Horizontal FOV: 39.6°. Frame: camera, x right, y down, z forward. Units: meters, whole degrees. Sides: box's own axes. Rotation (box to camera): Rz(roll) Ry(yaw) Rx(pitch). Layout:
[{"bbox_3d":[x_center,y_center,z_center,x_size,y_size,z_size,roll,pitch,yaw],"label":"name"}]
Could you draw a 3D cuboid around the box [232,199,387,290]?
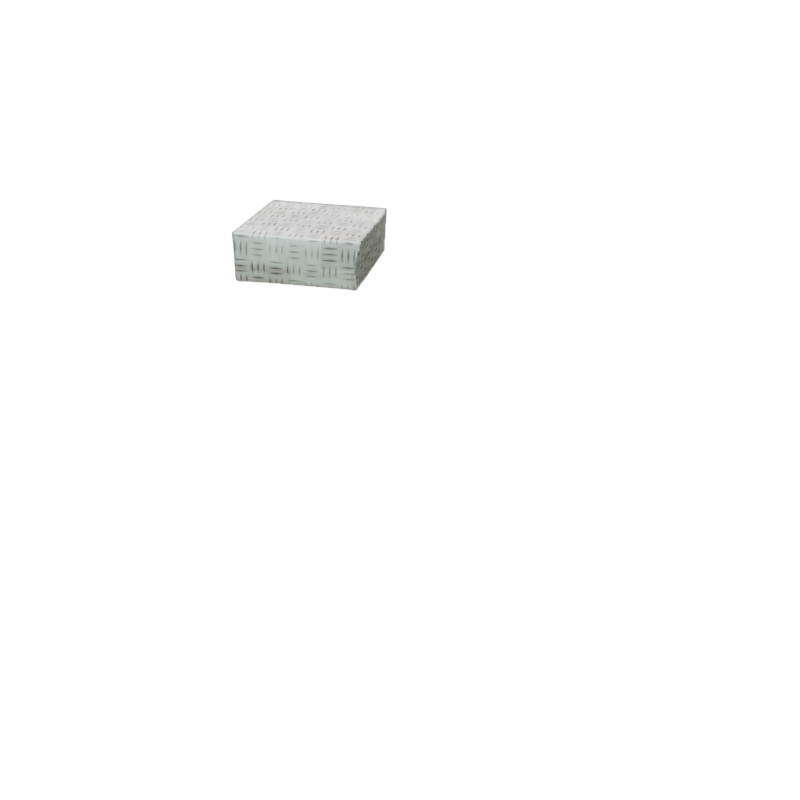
[{"bbox_3d":[-0.062,-0.113,0.793,0.091,0.037,0.117,4,23,9],"label":"box"}]
